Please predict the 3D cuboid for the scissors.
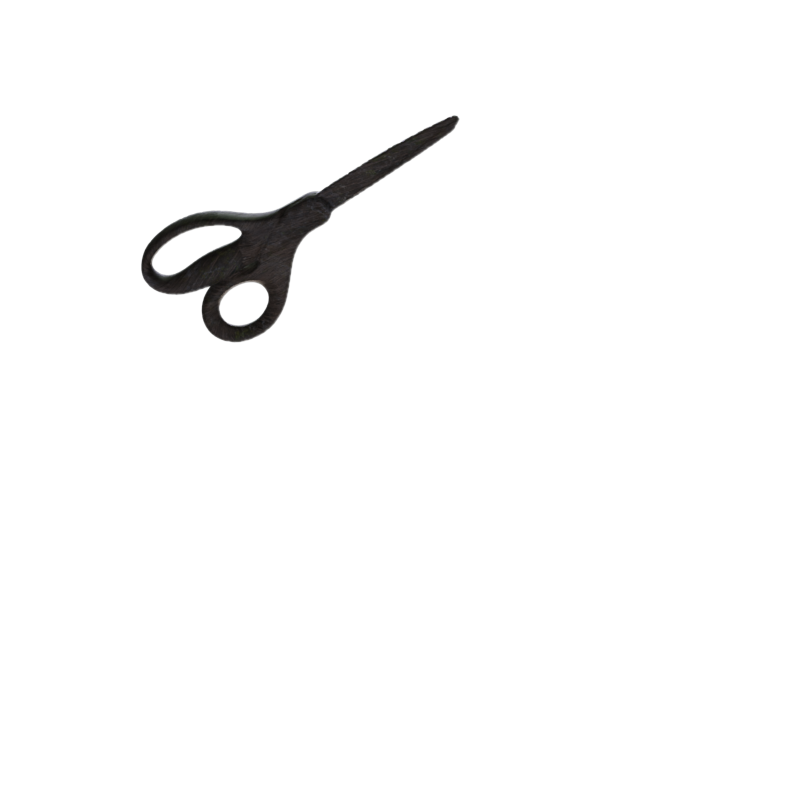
[{"bbox_3d":[-0.050,-0.091,0.638,0.203,0.090,0.017,-16,32,10],"label":"scissors"}]
